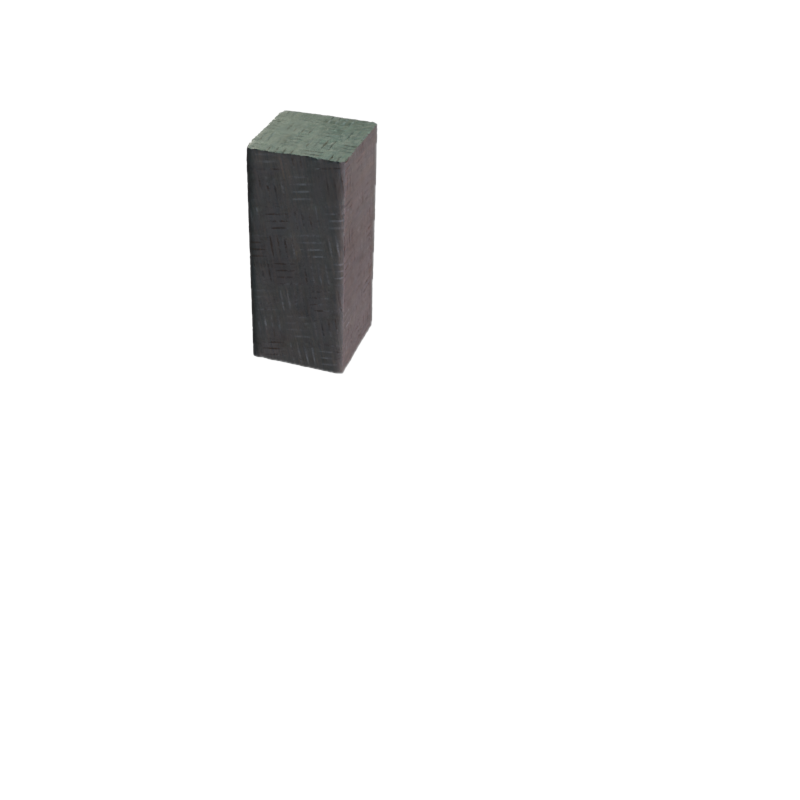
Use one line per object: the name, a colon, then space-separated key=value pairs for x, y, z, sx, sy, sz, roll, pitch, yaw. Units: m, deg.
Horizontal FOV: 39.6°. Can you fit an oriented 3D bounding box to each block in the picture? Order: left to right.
block: x=-0.077 y=-0.140 z=0.980 sx=0.093 sy=0.194 sz=0.094 roll=11 pitch=33 yaw=14
